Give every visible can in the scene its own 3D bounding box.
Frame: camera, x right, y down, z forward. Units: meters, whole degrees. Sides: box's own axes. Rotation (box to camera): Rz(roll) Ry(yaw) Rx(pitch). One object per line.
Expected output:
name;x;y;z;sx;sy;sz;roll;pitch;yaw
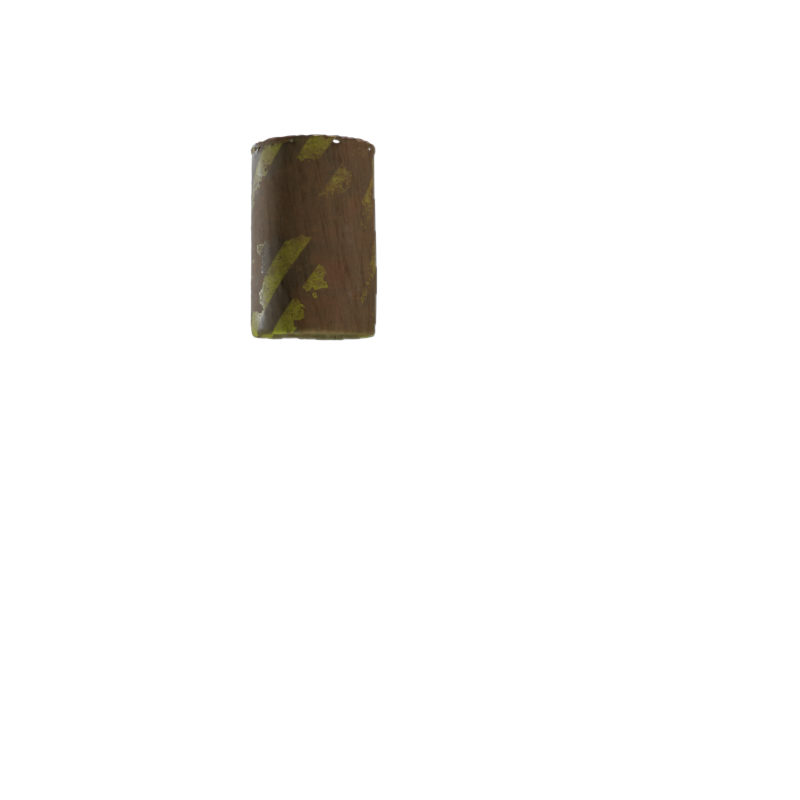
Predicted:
can;-0.046;-0.085;0.593;0.068;0.104;0.068;0;-6;-2
